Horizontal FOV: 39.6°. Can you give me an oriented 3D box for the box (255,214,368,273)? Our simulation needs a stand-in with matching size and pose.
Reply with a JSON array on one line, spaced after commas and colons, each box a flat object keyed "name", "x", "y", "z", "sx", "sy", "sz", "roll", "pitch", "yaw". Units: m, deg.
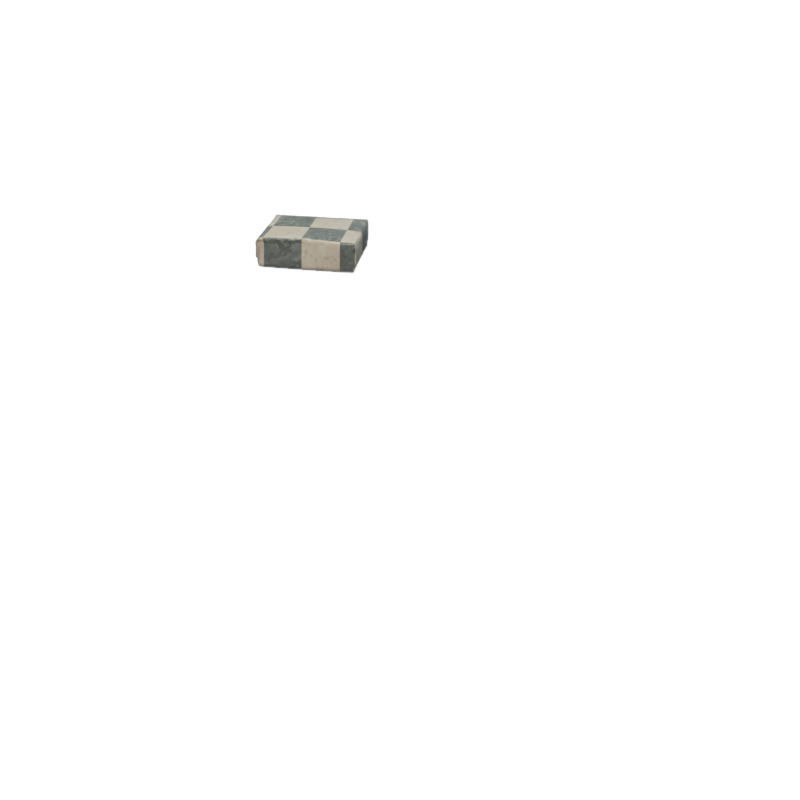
[{"name": "box", "x": -0.078, "y": -0.142, "z": 0.993, "sx": 0.091, "sy": 0.029, "sz": 0.076, "roll": 5, "pitch": 25, "yaw": 10}]
